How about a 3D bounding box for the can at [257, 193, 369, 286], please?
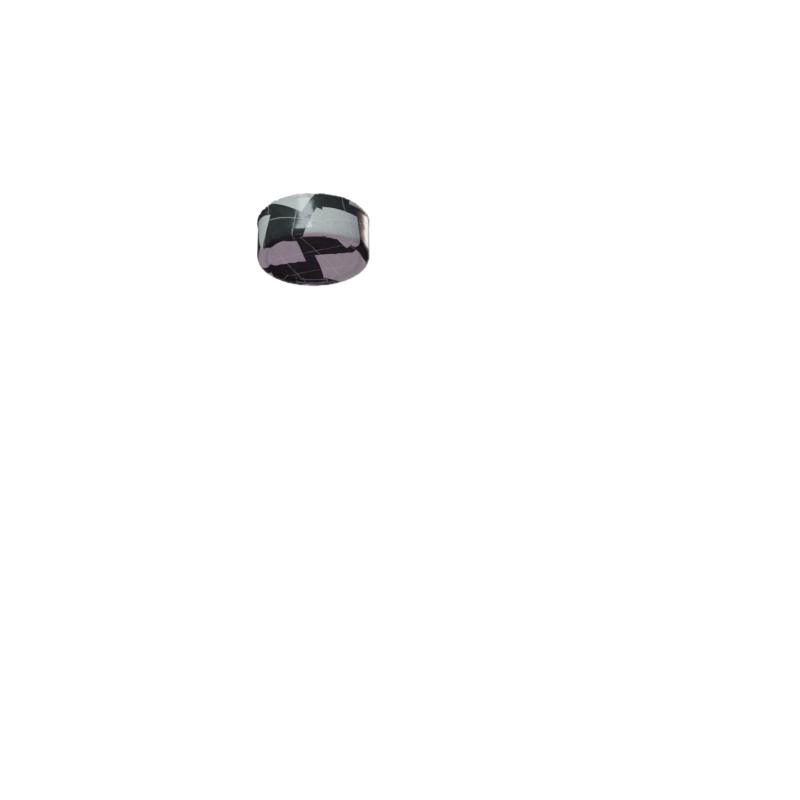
[{"bbox_3d":[-0.065,-0.119,0.836,0.086,0.036,0.081,1,-24,-2],"label":"can"}]
